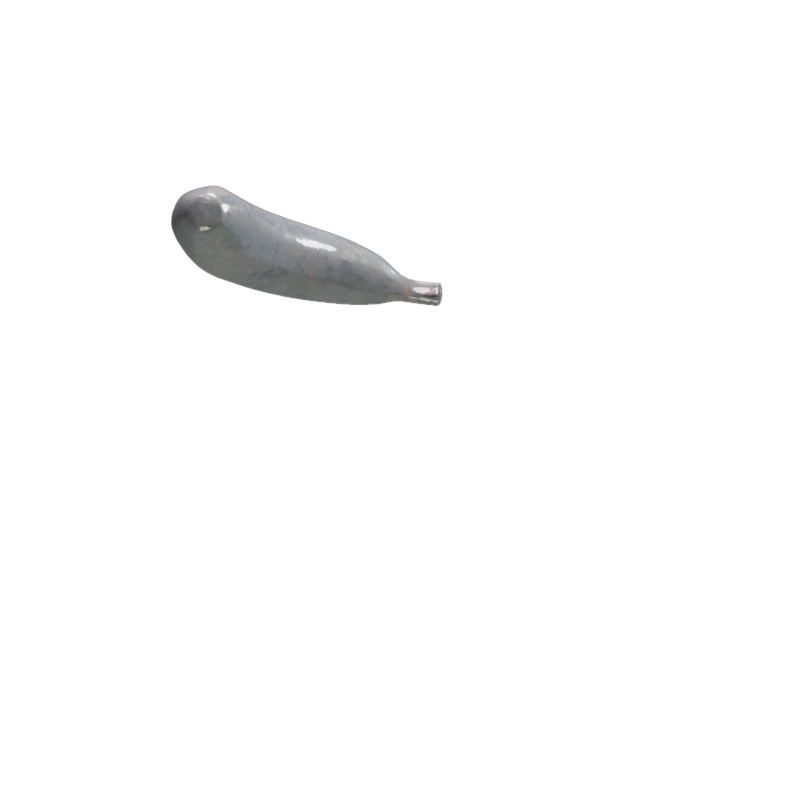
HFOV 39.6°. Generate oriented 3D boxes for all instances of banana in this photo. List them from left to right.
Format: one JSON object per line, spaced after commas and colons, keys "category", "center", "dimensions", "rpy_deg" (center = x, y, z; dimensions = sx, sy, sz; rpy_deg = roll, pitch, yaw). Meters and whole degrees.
{"category": "banana", "center": [-0.054, -0.072, 0.524], "dimensions": [0.071, 0.038, 0.188], "rpy_deg": [-4, -6, 32]}
